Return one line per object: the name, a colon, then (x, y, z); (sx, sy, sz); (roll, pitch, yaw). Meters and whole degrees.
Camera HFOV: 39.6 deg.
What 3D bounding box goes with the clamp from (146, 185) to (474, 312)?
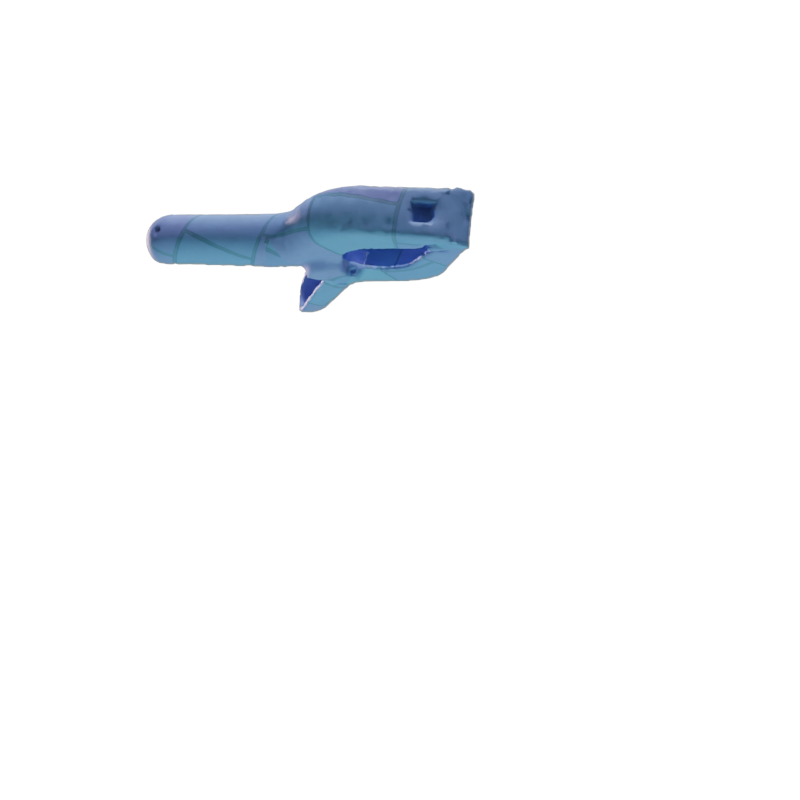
clamp: (-0.042, -0.077, 0.541); (0.114, 0.040, 0.174); (7, -12, -37)
